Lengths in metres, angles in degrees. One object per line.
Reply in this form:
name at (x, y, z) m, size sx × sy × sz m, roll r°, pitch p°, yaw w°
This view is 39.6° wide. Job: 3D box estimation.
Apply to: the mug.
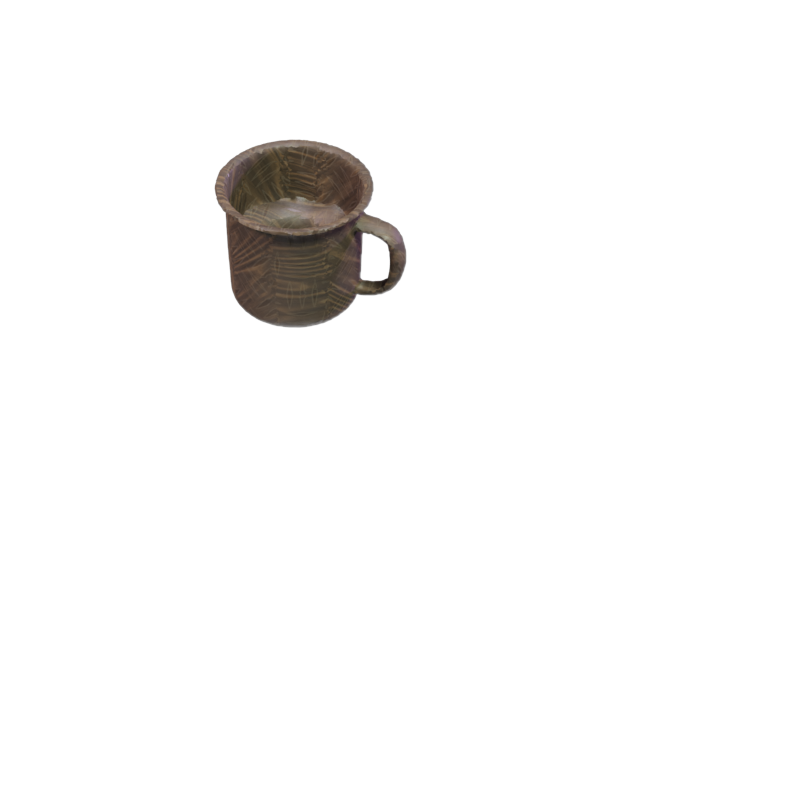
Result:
mug at (-0.052, -0.096, 0.669) m, size 0.120 × 0.076 × 0.097 m, roll 15°, pitch 45°, yaw 14°
